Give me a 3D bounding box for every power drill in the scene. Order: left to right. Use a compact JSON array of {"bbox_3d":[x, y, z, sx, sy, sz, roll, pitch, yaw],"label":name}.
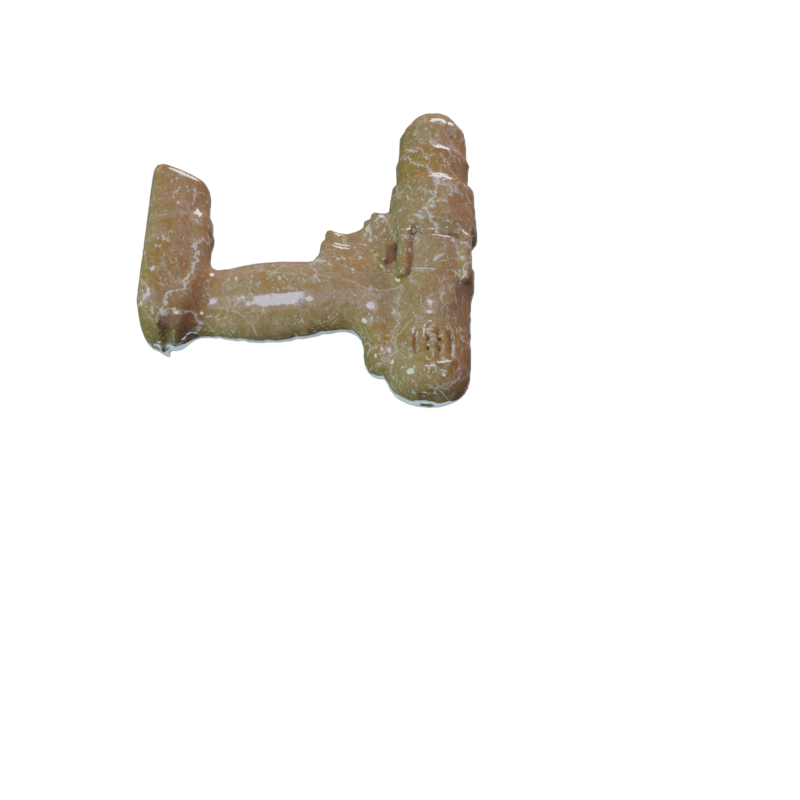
[{"bbox_3d":[-0.050,-0.090,0.633,0.188,0.196,0.054,2,-29,1],"label":"power drill"}]
